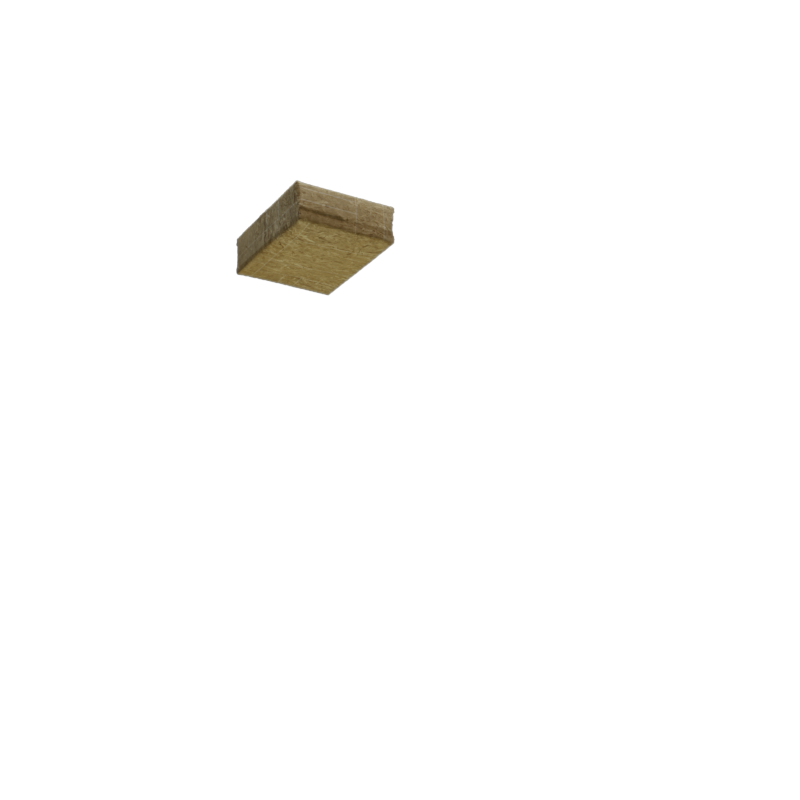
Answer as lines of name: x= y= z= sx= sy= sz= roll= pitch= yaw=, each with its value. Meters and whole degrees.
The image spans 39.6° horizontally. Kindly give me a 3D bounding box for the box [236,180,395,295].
box: x=-0.071 y=-0.129 z=0.901 sx=0.086 sy=0.041 sz=0.113 roll=11 pitch=-23 yaw=-29
